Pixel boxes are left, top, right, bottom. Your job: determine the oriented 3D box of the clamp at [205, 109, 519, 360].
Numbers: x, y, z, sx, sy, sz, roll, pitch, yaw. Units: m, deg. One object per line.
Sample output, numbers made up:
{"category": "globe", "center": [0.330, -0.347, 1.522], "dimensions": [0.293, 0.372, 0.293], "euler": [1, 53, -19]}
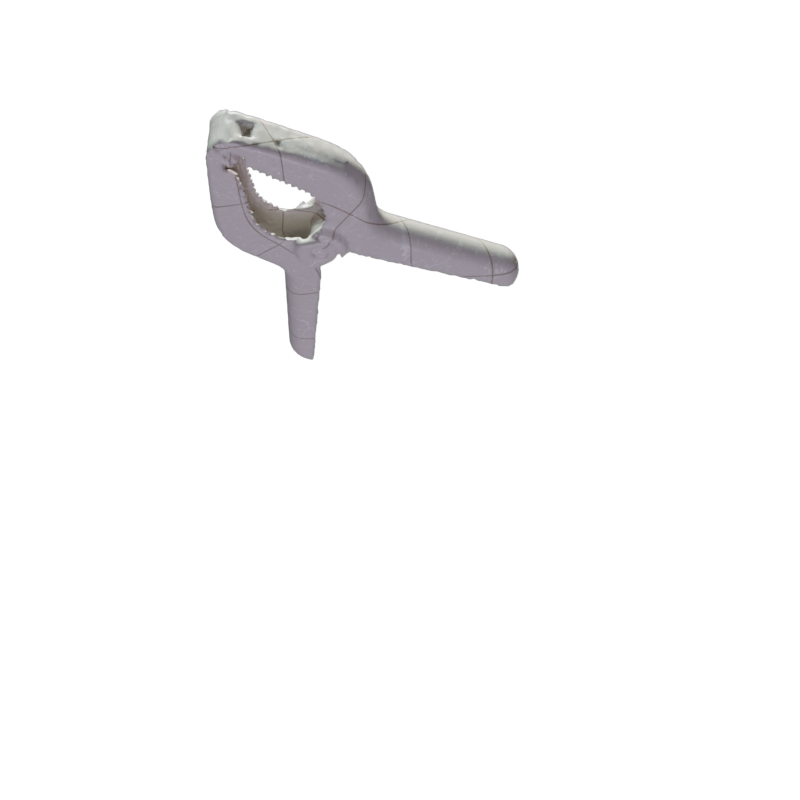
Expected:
{"category": "clamp", "center": [-0.052, -0.095, 0.664], "dimensions": [0.165, 0.039, 0.196], "euler": [-26, -43, 32]}
